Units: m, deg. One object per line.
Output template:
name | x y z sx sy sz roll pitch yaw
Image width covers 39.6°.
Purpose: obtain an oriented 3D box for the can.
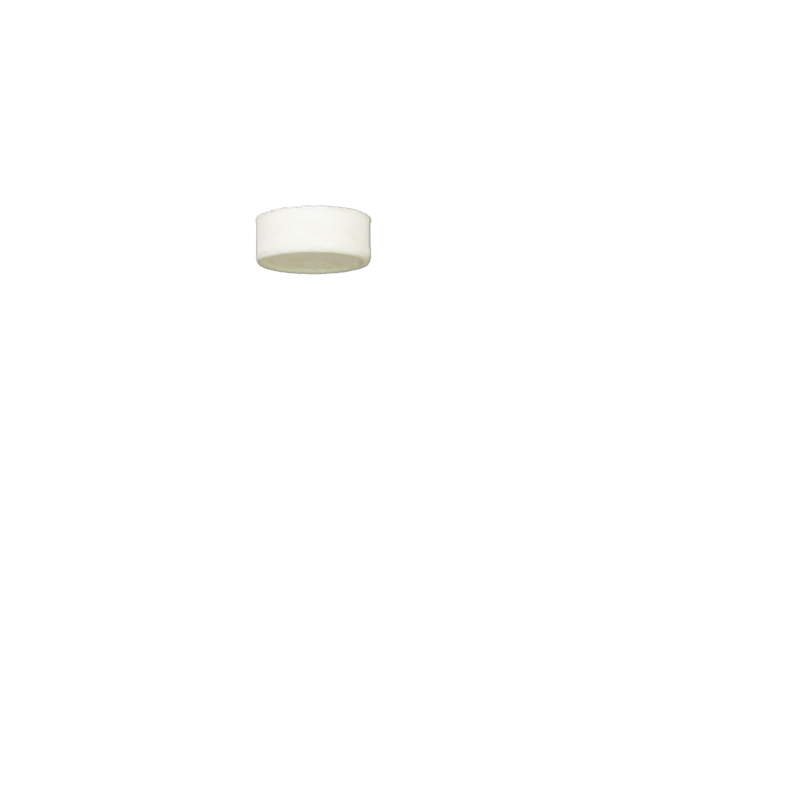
can | -0.064 -0.116 0.814 0.086 0.034 0.084 0 -6 -2
